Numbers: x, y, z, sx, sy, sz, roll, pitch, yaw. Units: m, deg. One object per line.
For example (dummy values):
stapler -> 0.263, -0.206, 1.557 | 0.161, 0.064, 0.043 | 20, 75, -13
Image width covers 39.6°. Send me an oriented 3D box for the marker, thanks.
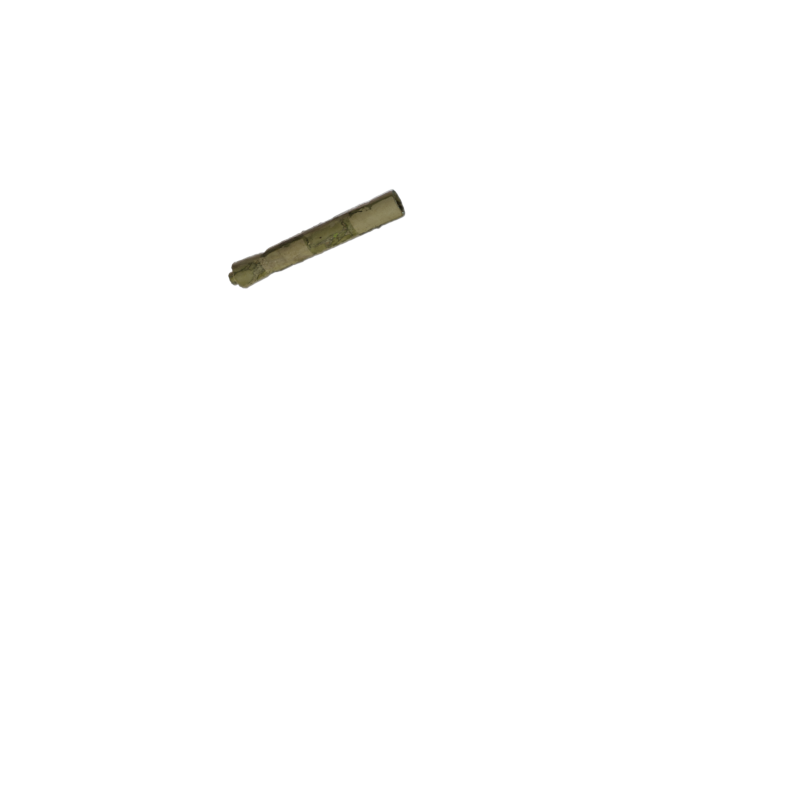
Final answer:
marker -> -0.055, -0.100, 0.699 | 0.121, 0.020, 0.019 | -22, -2, 16
